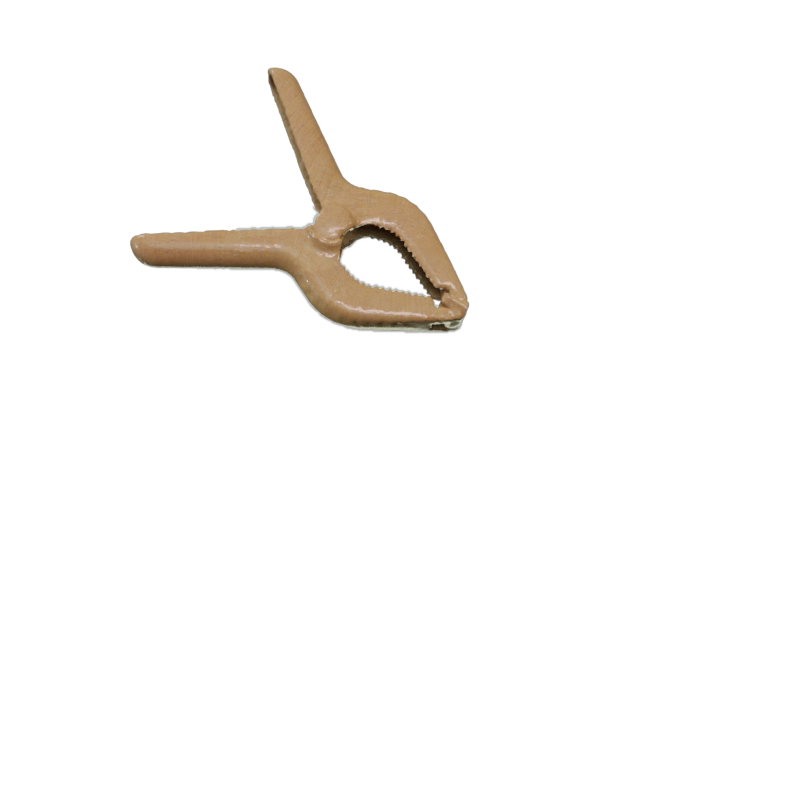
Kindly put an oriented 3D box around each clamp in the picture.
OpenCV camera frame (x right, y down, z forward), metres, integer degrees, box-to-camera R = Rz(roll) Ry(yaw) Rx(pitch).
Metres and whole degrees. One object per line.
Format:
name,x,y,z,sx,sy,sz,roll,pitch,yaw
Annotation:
clamp,-0.055,-0.101,0.707,0.217,0.167,0.035,39,-16,13
